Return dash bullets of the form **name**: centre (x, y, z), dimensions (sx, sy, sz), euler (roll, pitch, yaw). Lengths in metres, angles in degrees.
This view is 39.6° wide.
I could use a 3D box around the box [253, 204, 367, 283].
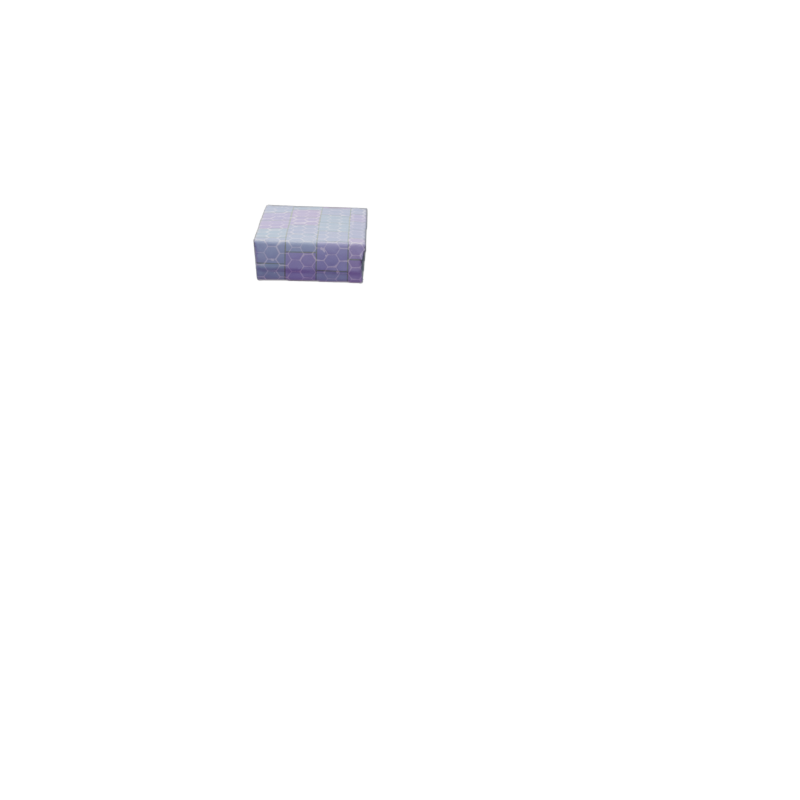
- **box**: centre (-0.073, -0.132, 0.926), dimensions (0.090, 0.037, 0.119), euler (0, 25, 0)
